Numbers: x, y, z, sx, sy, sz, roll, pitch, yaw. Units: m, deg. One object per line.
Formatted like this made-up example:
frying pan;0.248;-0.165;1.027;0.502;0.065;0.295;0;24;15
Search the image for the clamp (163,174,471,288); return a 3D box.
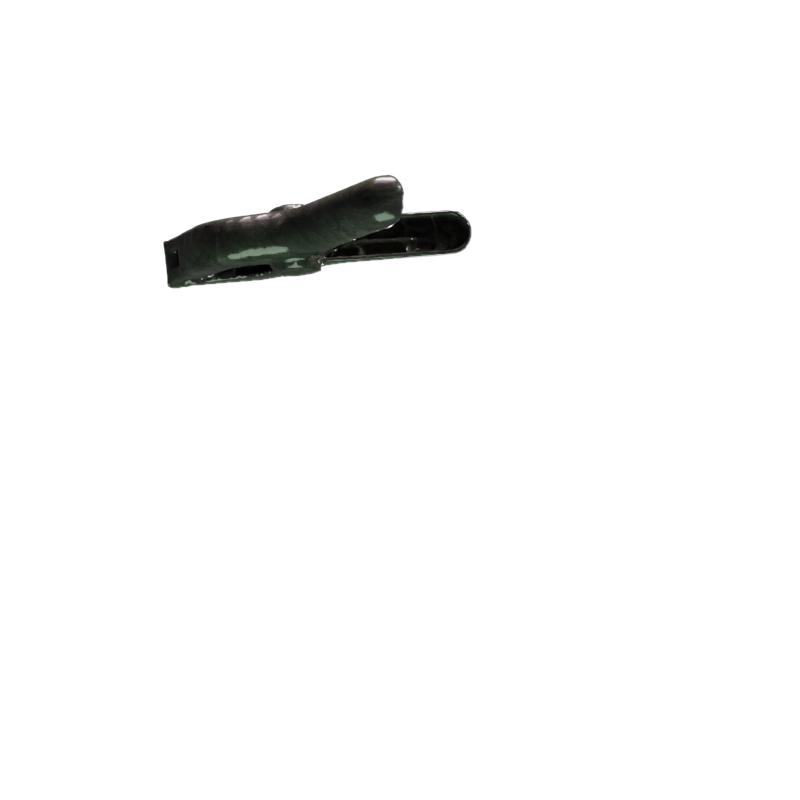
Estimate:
clamp;-0.048;-0.087;0.610;0.176;0.040;0.114;-5;-10;32
